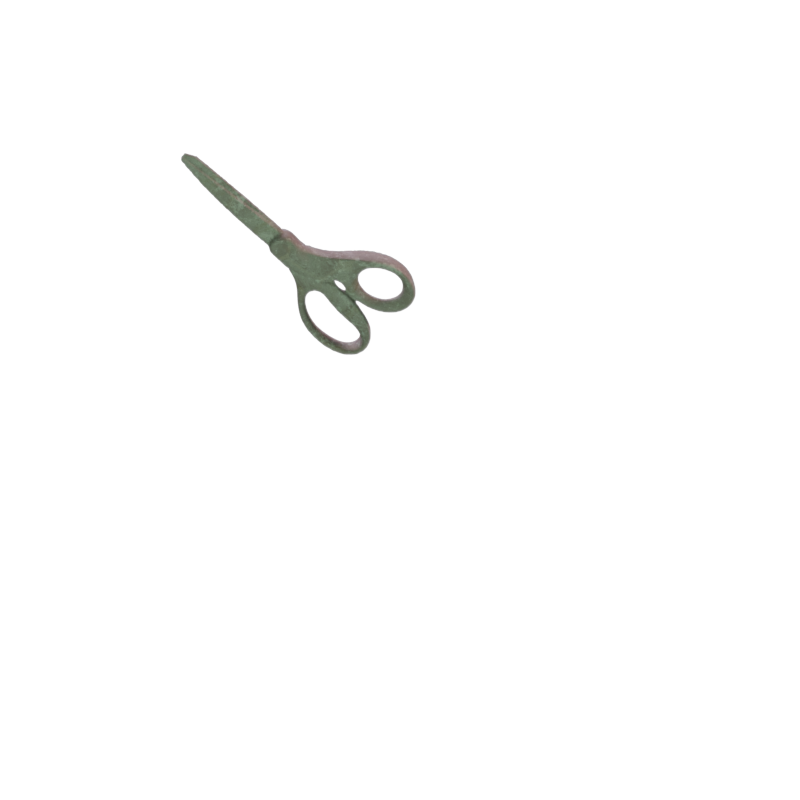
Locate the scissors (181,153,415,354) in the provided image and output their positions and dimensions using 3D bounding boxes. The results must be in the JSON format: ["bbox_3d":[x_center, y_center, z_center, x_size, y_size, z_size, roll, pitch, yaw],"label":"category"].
[{"bbox_3d":[-0.061,-0.111,0.774,0.096,0.188,0.017,-22,33,15],"label":"scissors"}]
